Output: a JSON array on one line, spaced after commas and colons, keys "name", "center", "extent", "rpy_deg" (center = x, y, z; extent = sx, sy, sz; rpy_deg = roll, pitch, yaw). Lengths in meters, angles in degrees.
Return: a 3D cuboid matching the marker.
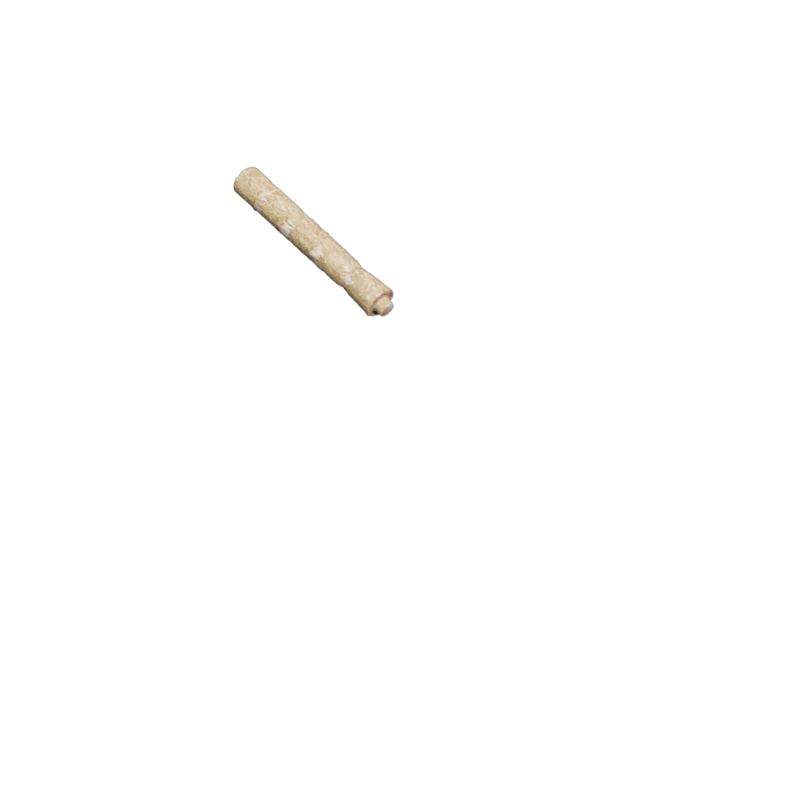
[{"name": "marker", "center": [-0.048, -0.087, 0.612], "extent": [0.129, 0.019, 0.019], "rpy_deg": [44, 25, 26]}]
